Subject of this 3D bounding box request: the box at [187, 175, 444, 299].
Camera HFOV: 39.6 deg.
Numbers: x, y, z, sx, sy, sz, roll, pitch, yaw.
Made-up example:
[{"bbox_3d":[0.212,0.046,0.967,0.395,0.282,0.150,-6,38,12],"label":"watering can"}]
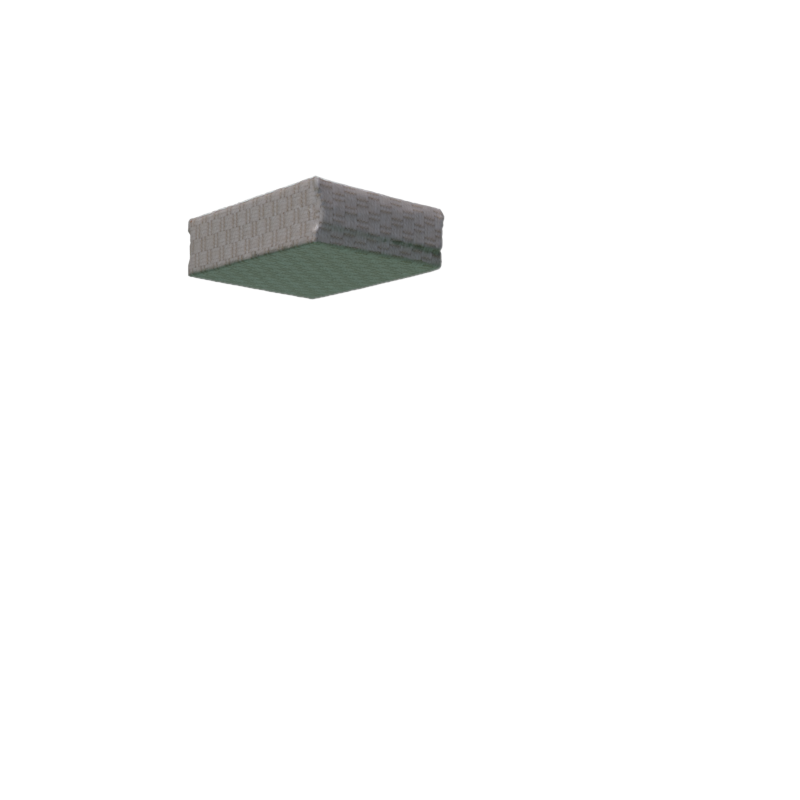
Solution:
[{"bbox_3d":[-0.037,-0.068,0.479,0.069,0.031,0.091,7,-10,-42],"label":"box"}]
